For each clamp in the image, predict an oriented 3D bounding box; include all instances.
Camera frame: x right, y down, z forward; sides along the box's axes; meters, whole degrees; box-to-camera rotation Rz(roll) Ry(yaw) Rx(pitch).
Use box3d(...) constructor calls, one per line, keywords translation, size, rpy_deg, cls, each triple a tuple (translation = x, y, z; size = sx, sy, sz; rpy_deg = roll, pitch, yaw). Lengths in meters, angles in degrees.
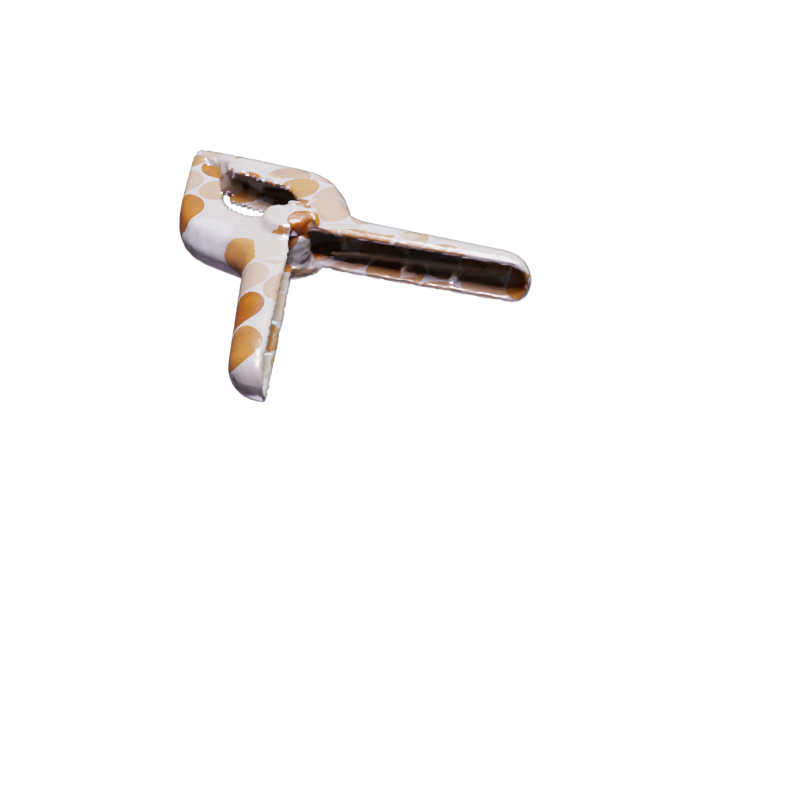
box3d(translation=(-0.046, -0.084, 0.587), size=(0.162, 0.034, 0.227), rpy_deg=(-16, 39, -22), cls="clamp")
